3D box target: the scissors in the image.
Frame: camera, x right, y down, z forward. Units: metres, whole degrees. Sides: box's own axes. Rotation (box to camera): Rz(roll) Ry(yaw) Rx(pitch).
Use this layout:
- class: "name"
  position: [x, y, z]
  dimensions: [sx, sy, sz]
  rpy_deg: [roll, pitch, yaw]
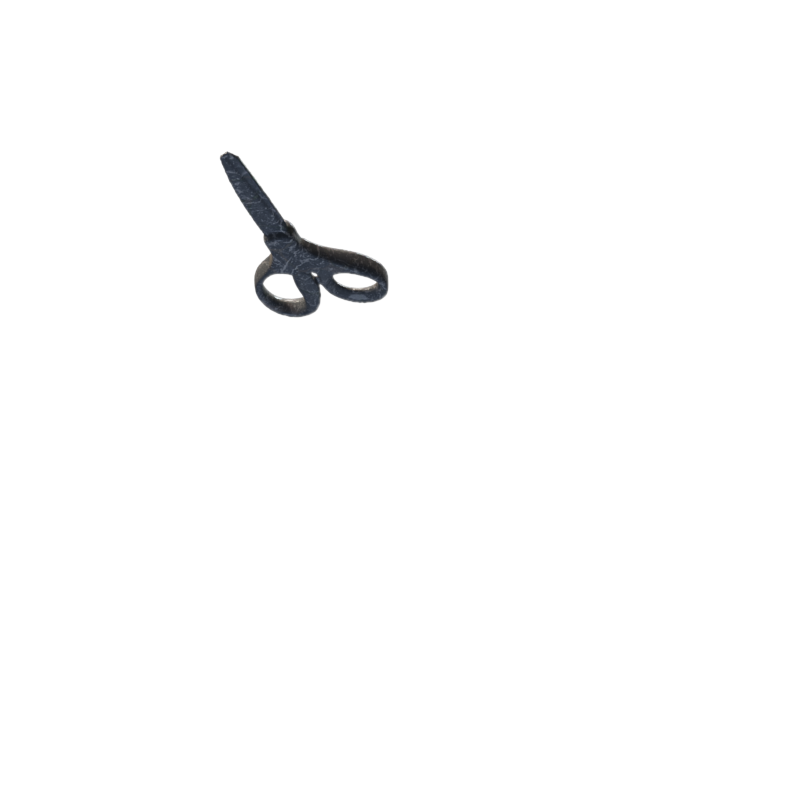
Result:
- class: "scissors"
  position: [-0.052, -0.095, 0.665]
  dimensions: [0.096, 0.017, 0.192]
  rpy_deg: [1, -20, -3]
